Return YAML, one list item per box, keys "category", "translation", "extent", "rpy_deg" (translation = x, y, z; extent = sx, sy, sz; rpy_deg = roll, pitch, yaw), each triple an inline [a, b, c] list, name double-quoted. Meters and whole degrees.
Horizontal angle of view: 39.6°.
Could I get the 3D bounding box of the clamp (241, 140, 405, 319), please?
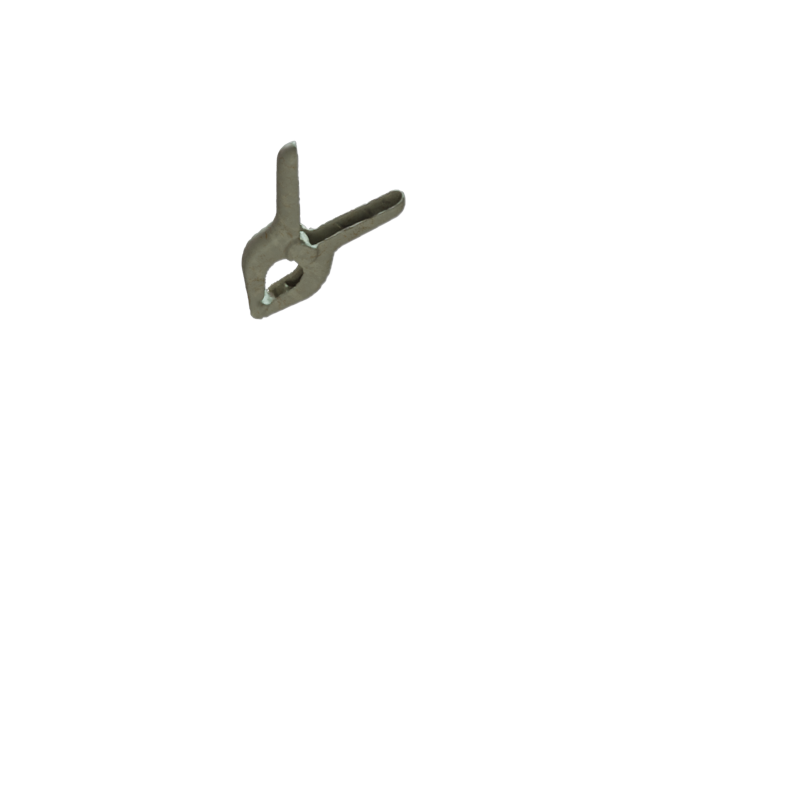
- category: "clamp"
  translation: [-0.075, -0.137, 0.958]
  extent: [0.117, 0.165, 0.042]
  rpy_deg: [19, 35, -15]
